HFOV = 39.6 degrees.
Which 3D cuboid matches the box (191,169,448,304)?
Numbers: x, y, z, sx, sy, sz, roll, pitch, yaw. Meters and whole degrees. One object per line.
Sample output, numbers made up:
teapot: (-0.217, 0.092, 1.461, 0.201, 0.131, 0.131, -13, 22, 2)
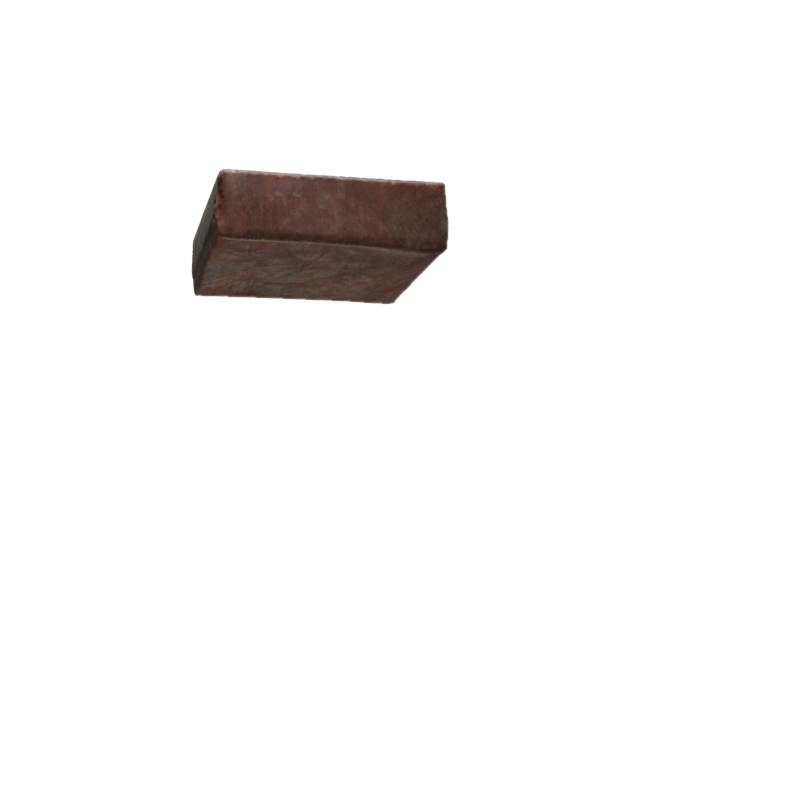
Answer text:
box: (-0.043, -0.079, 0.553, 0.111, 0.040, 0.088, 3, -14, -15)
